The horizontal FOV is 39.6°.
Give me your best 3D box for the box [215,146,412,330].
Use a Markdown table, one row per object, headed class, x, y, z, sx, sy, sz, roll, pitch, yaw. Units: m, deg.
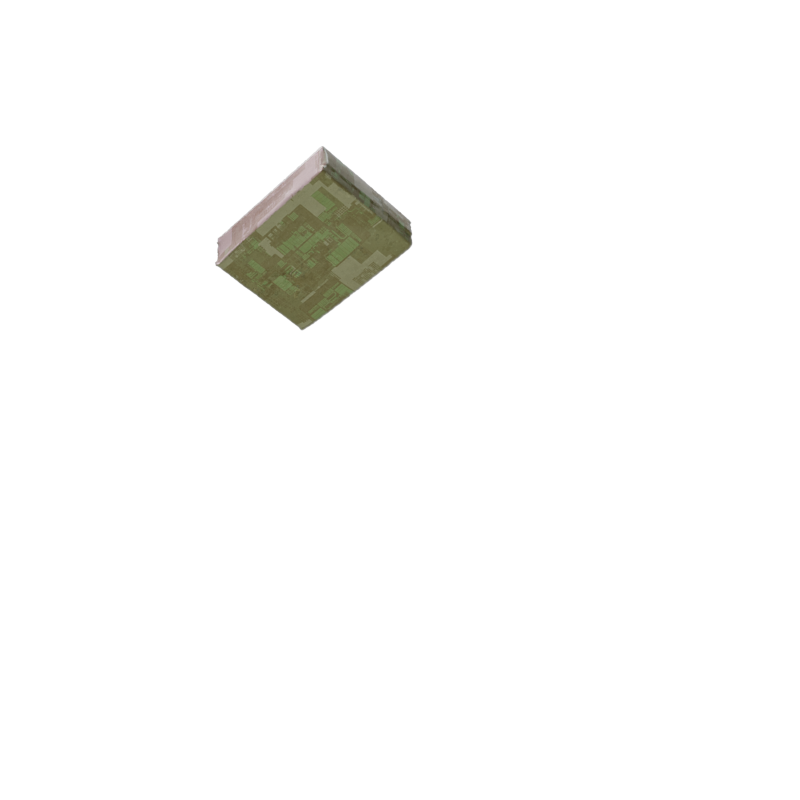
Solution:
| class | x | y | z | sx | sy | sz | roll | pitch | yaw |
| --- | --- | --- | --- | --- | --- | --- | --- | --- | --- |
| box | -0.061 | -0.112 | 0.786 | 0.112 | 0.042 | 0.085 | -38 | -62 | 23 |
